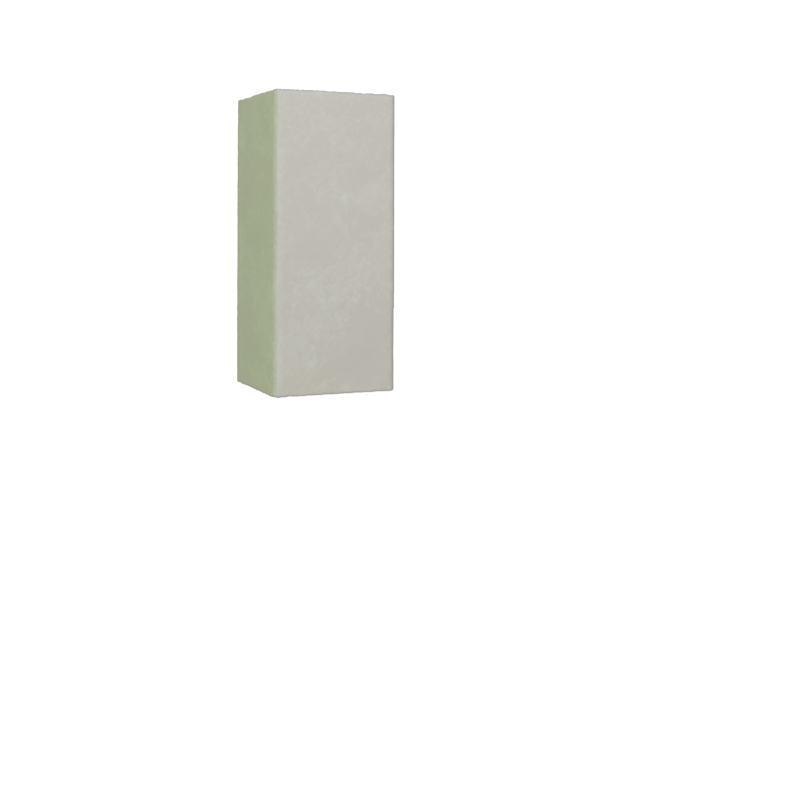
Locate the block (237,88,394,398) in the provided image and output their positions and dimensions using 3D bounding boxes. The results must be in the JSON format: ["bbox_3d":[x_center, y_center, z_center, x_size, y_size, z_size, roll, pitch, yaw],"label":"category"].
[{"bbox_3d":[-0.062,-0.113,0.793,0.088,0.205,0.093,-1,3,-24],"label":"block"}]
